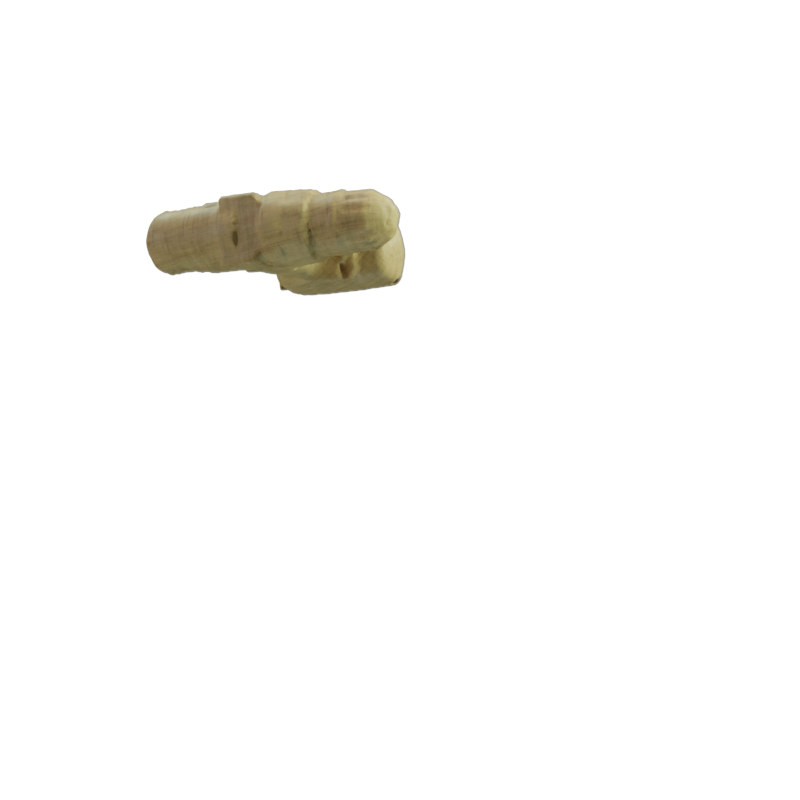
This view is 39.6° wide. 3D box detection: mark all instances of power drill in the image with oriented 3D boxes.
[{"bbox_3d":[-0.063,-0.115,0.808,0.189,0.058,0.180,-1,-2,23],"label":"power drill"}]
